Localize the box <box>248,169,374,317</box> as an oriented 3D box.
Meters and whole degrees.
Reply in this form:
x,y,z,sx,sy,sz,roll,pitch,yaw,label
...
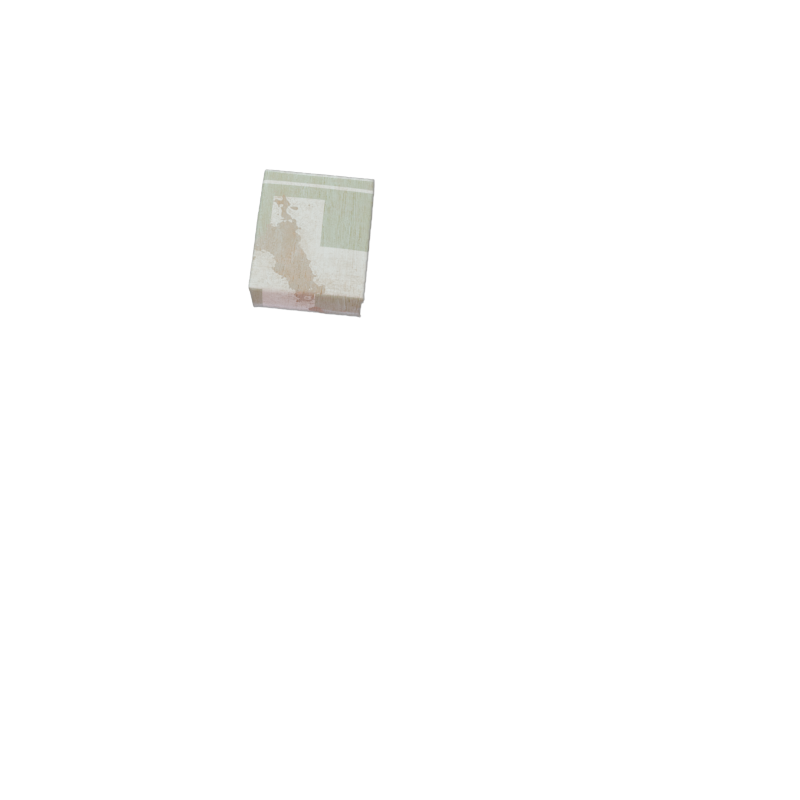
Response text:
x,y,z,sx,sy,sz,roll,pitch,yaw,label
-0.069,-0.125,0.879,0.090,0.120,0.037,4,-26,1,box
